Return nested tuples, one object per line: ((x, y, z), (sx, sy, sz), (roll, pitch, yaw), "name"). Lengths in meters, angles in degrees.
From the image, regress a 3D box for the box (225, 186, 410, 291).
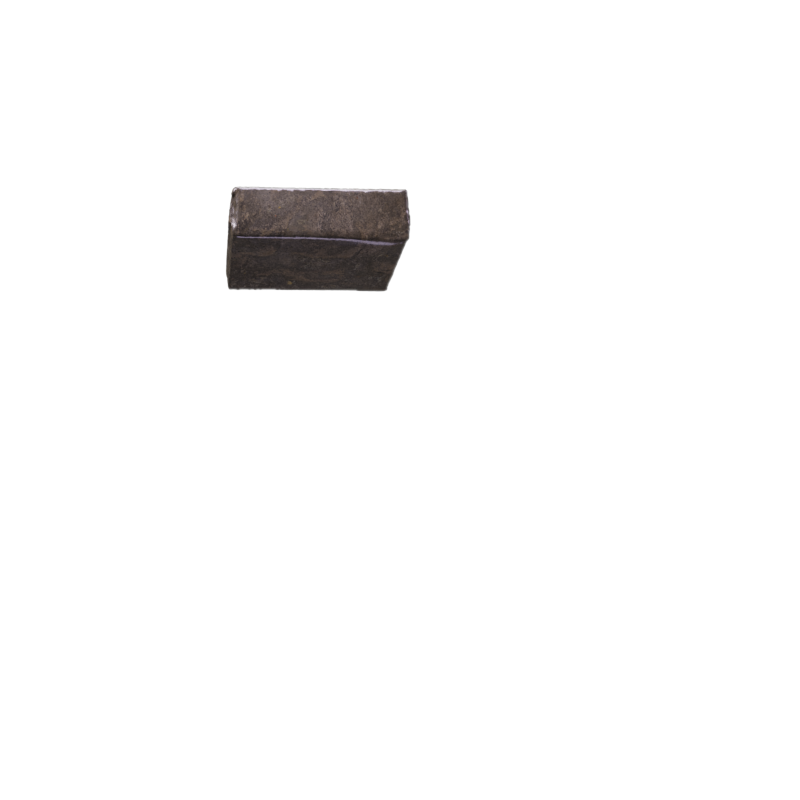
((-0.056, -0.103, 0.722), (0.112, 0.041, 0.087), (2, -18, -7), "box")
